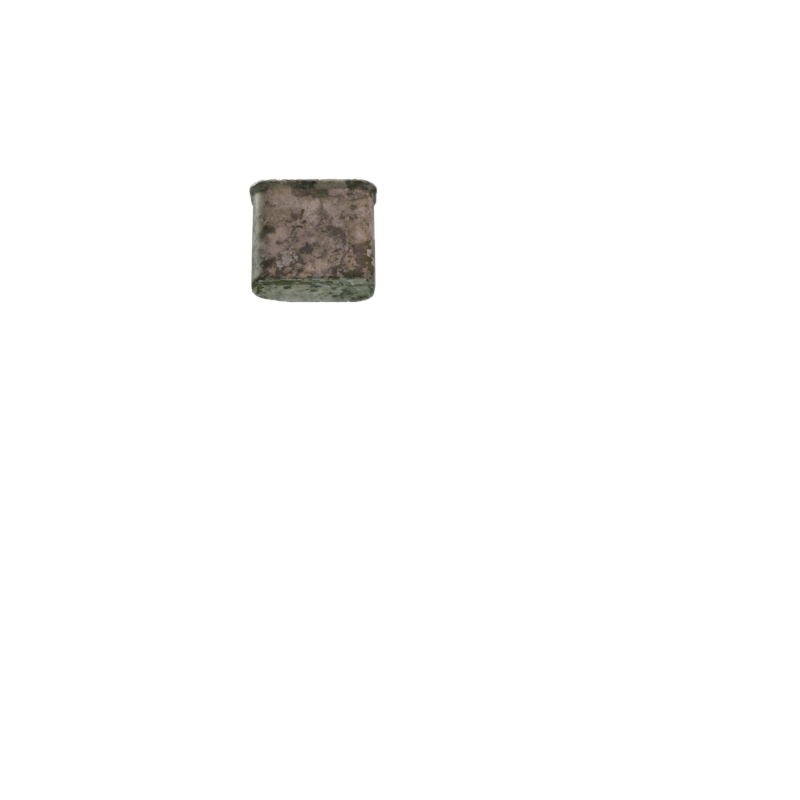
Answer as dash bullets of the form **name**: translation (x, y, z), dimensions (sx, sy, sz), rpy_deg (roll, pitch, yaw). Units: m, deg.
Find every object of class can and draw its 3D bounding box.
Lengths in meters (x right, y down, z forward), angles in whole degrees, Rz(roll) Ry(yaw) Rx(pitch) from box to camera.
- **can**: translation (-0.068, -0.125, 0.874), dimensions (0.102, 0.088, 0.055), rpy_deg (-1, -21, 0)
